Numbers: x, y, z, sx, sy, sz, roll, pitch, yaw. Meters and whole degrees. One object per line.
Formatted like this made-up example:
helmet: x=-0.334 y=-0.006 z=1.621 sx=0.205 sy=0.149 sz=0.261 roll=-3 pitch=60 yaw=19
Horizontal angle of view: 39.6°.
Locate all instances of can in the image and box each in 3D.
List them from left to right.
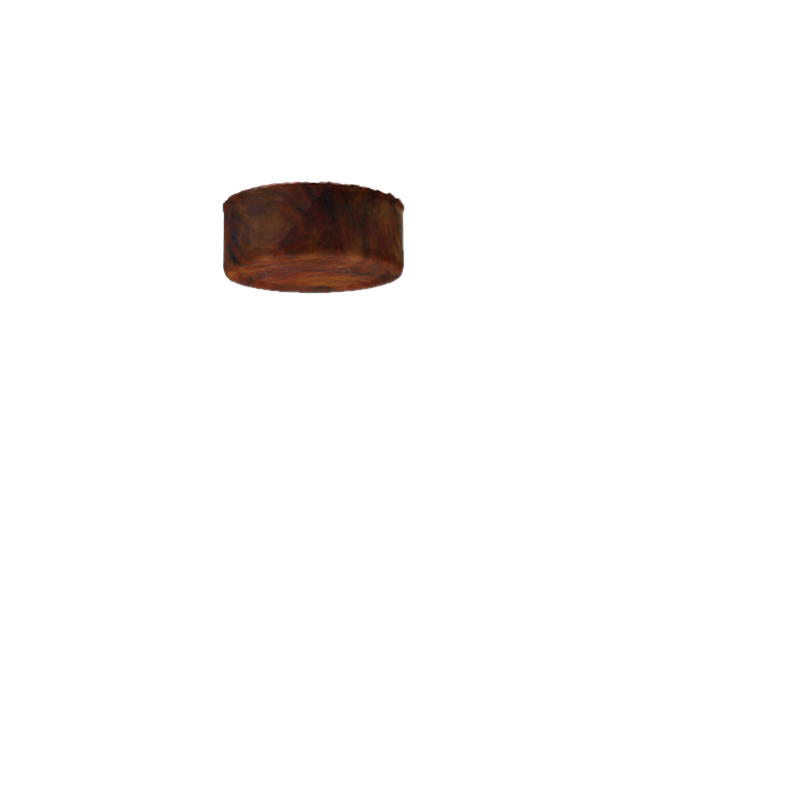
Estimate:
can: x=-0.041 y=-0.074 z=0.519 sx=0.086 sy=0.034 sz=0.084 roll=0 pitch=-7 yaw=-2
